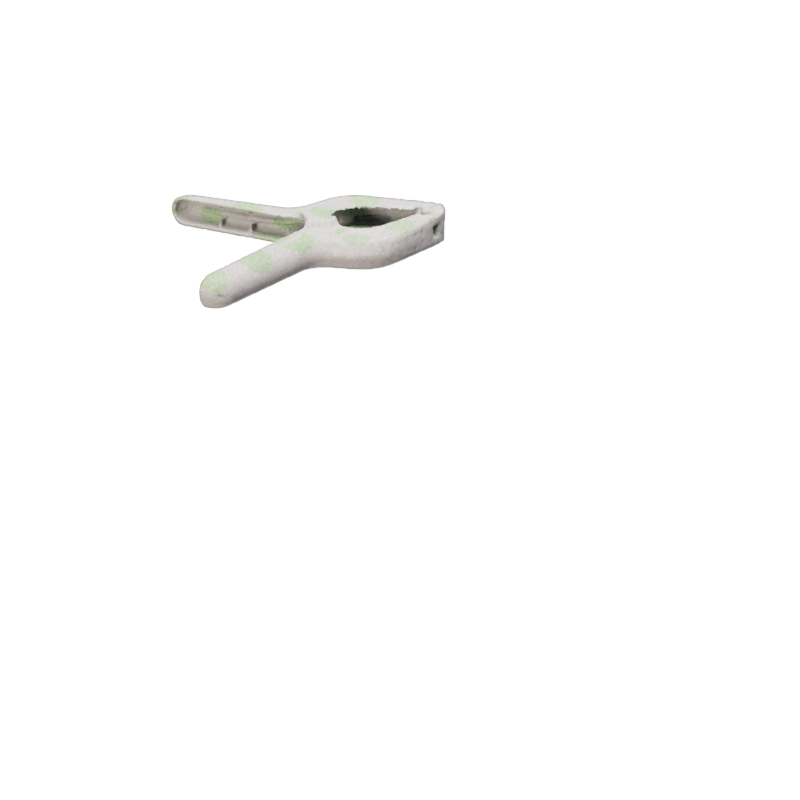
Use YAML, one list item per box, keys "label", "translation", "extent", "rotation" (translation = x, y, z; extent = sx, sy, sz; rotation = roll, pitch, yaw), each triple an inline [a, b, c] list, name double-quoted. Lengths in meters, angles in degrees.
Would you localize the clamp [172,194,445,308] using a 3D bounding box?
- label: "clamp"
  translation: [-0.065, -0.119, 0.831]
  extent: [0.208, 0.034, 0.176]
  rotation: [-4, 32, -7]
